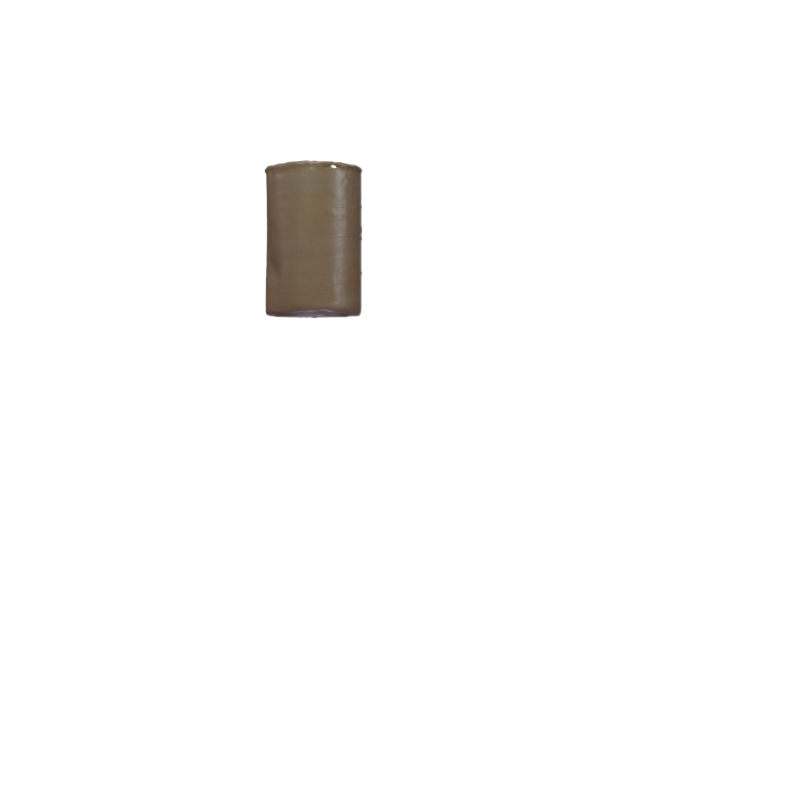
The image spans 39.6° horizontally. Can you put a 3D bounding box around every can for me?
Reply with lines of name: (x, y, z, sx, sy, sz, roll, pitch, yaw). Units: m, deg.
can: (-0.060, -0.109, 0.765, 0.068, 0.104, 0.068, 0, -4, -2)
